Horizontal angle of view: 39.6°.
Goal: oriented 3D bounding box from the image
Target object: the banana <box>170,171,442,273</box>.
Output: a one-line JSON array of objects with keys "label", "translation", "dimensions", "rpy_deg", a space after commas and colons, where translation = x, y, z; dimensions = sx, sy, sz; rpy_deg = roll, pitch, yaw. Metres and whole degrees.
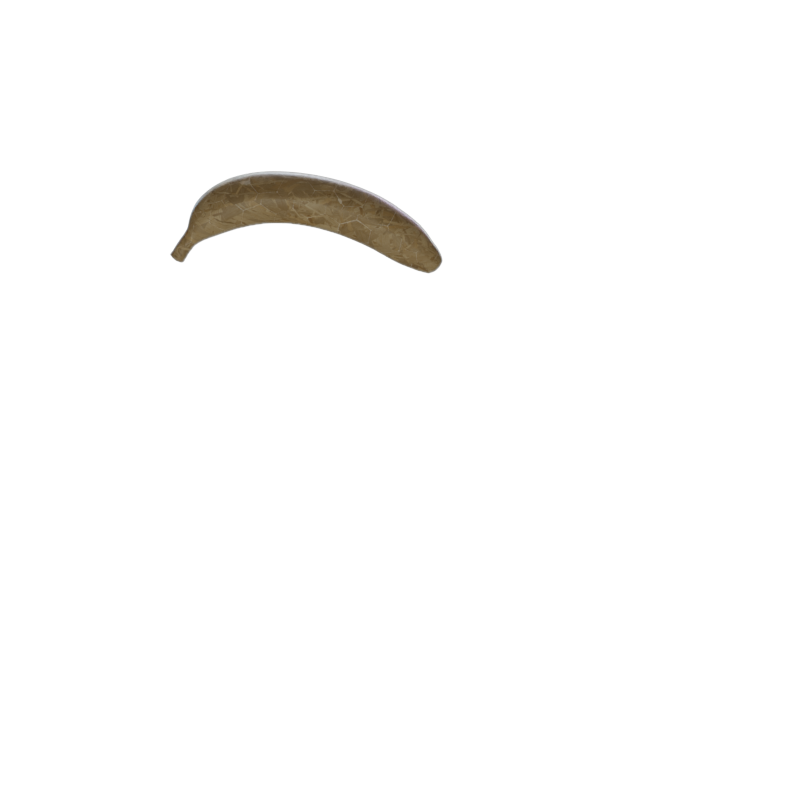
[{"label": "banana", "translation": [-0.065, -0.131, 0.801], "dimensions": [0.197, 0.066, 0.039], "rpy_deg": [3, 32, -2]}]
